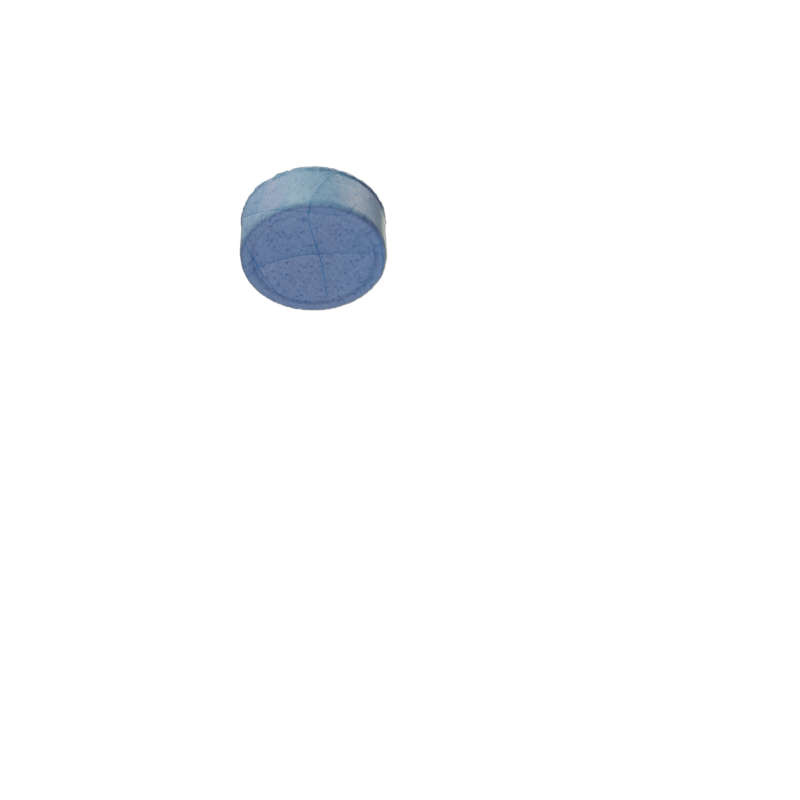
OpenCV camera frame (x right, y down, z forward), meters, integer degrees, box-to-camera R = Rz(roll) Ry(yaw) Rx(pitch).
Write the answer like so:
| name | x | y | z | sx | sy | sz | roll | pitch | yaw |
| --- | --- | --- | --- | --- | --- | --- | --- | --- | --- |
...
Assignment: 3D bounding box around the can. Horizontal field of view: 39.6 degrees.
| name | x | y | z | sx | sy | sz | roll | pitch | yaw |
| --- | --- | --- | --- | --- | --- | --- | --- | --- | --- |
| can | -0.050 | -0.092 | 0.642 | 0.086 | 0.036 | 0.080 | 1 | -43 | -1 |
